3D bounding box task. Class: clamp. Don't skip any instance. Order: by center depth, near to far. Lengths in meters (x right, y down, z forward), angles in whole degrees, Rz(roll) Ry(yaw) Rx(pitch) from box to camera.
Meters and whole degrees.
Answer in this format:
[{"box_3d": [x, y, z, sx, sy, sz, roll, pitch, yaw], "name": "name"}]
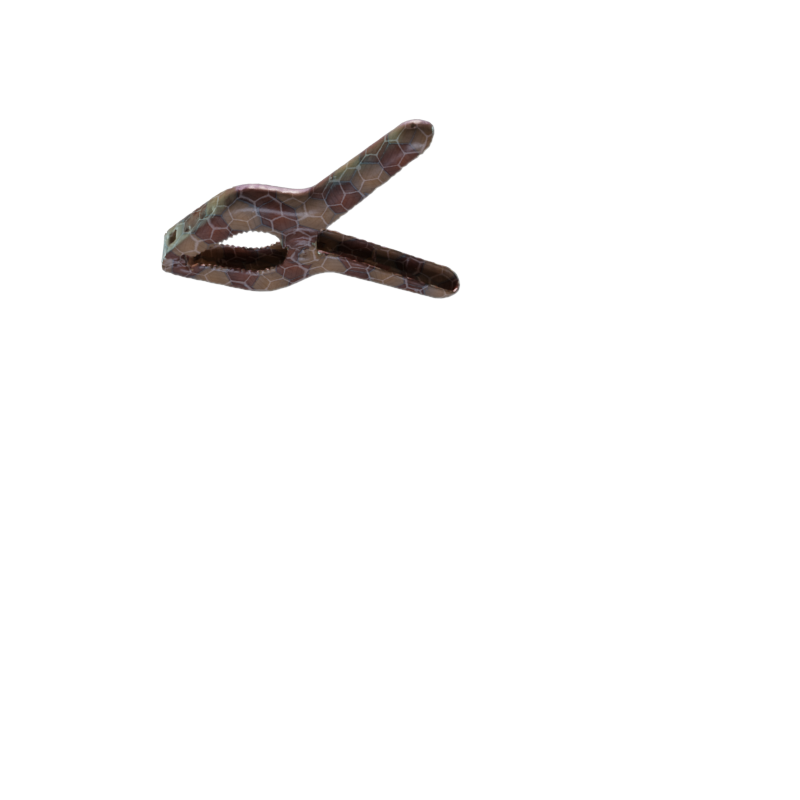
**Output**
[{"box_3d": [-0.061, -0.111, 0.775, 0.212, 0.039, 0.152, -11, -40, 13], "name": "clamp"}]
